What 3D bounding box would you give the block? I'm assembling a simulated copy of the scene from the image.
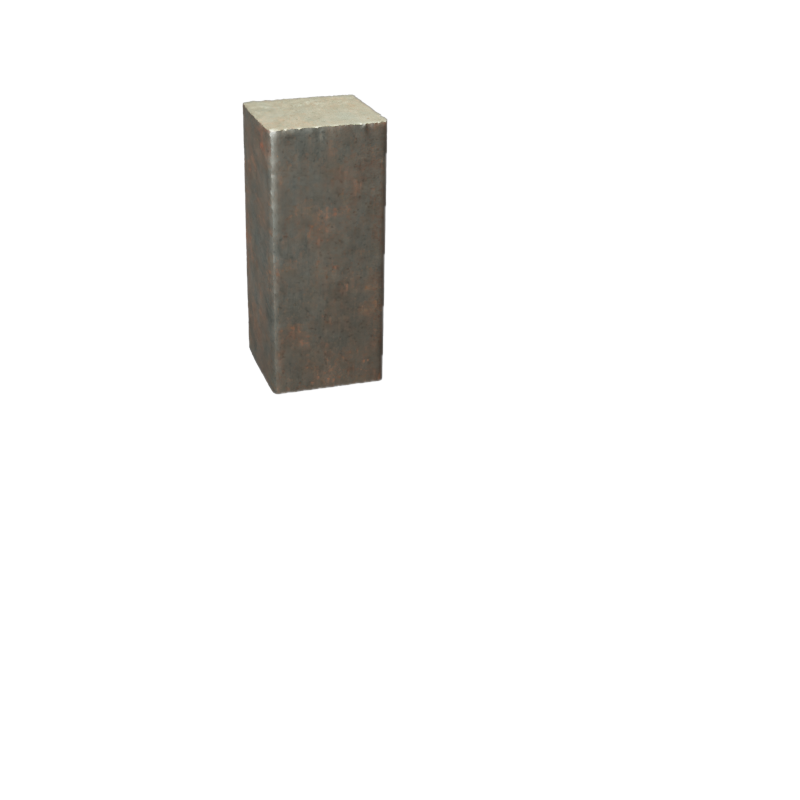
[{"bbox_3d":[-0.066,-0.121,0.847,0.089,0.196,0.096,-6,24,-17],"label":"block"}]
